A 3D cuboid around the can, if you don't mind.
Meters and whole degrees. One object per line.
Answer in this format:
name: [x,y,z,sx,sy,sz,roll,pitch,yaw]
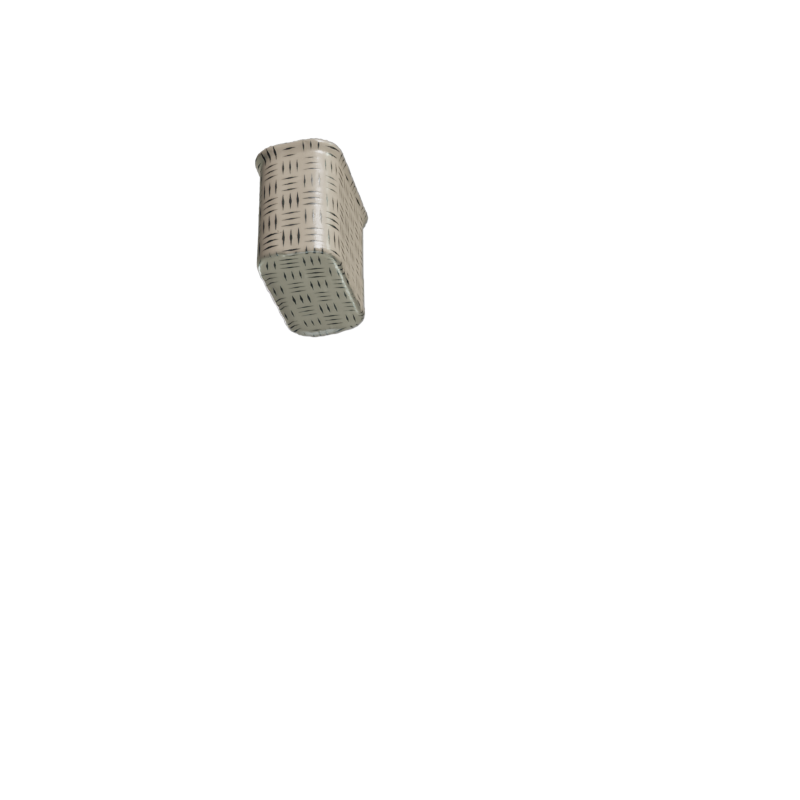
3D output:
can: [-0.055,-0.100,0.703,0.058,0.089,0.094,-9,-32,10]
